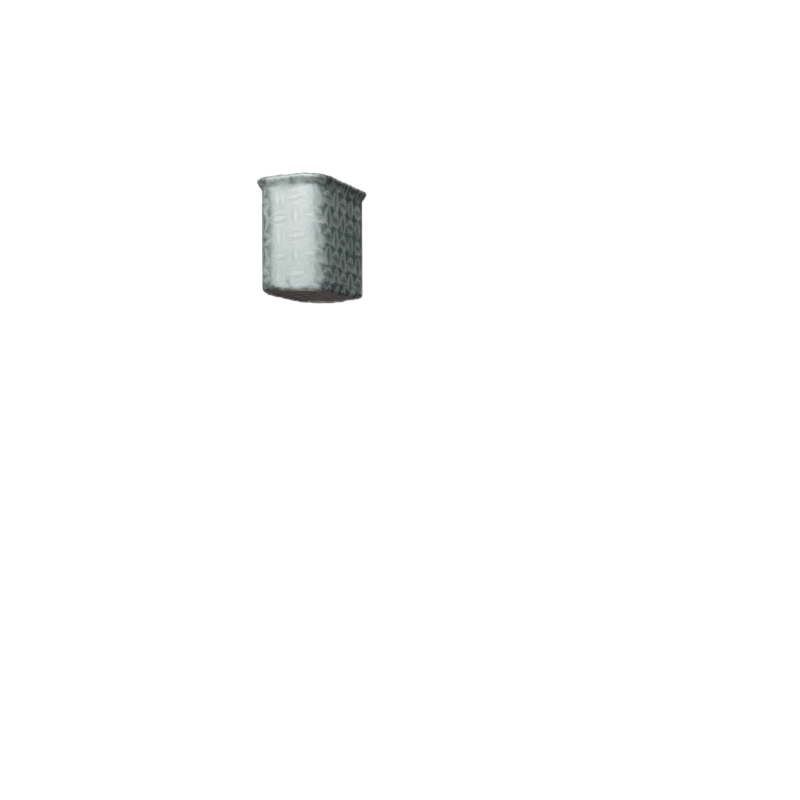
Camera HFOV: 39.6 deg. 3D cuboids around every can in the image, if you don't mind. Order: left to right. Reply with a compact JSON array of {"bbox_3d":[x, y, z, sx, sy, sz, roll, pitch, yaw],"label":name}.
[{"bbox_3d":[-0.065,-0.118,0.826,0.059,0.085,0.098,-3,-5,21],"label":"can"}]
